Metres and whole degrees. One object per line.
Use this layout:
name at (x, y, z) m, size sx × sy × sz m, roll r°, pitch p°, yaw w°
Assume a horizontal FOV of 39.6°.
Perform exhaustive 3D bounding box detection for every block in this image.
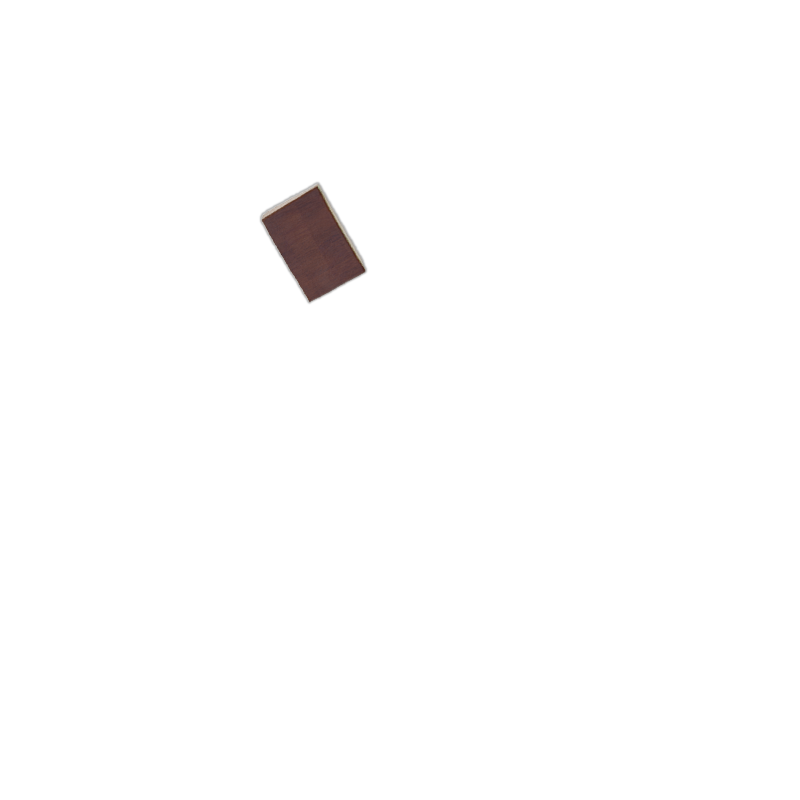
block at (-0.068, -0.124, 0.869) m, size 0.053 × 0.076 × 0.052 m, roll -29°, pitch 10°, yaw 4°
